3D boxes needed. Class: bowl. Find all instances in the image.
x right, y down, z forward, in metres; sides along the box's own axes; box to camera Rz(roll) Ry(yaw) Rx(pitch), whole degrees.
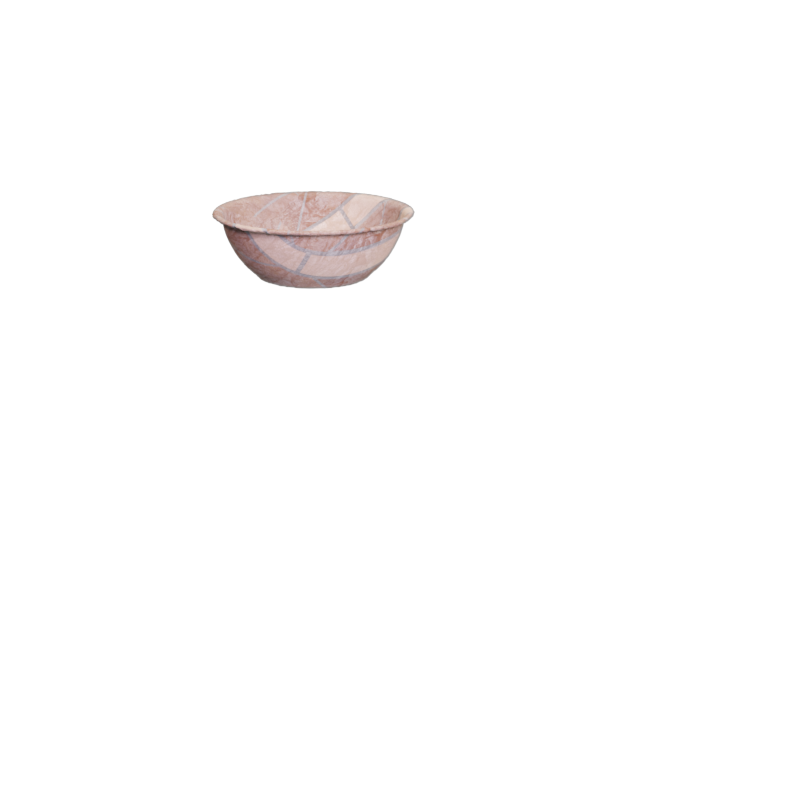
[{"bbox_3d":[-0.070,-0.128,0.896,0.162,0.053,0.169,-1,20,-2],"label":"bowl"}]
